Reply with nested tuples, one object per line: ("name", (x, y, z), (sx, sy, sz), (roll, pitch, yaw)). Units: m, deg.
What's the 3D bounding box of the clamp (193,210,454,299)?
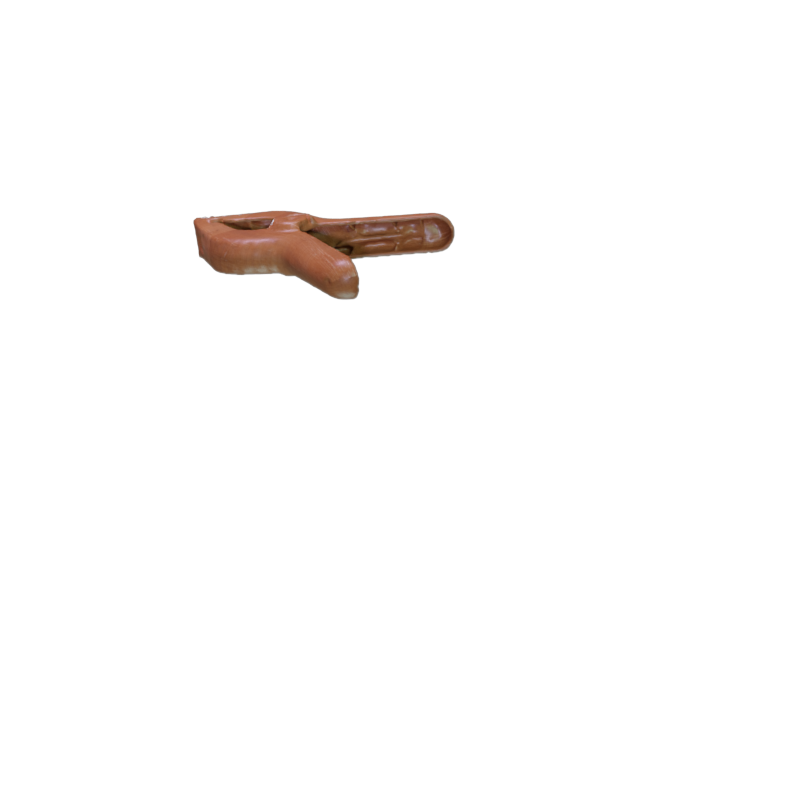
("clamp", (-0.055, -0.100, 0.701), (0.181, 0.038, 0.118), (17, 26, 40))
